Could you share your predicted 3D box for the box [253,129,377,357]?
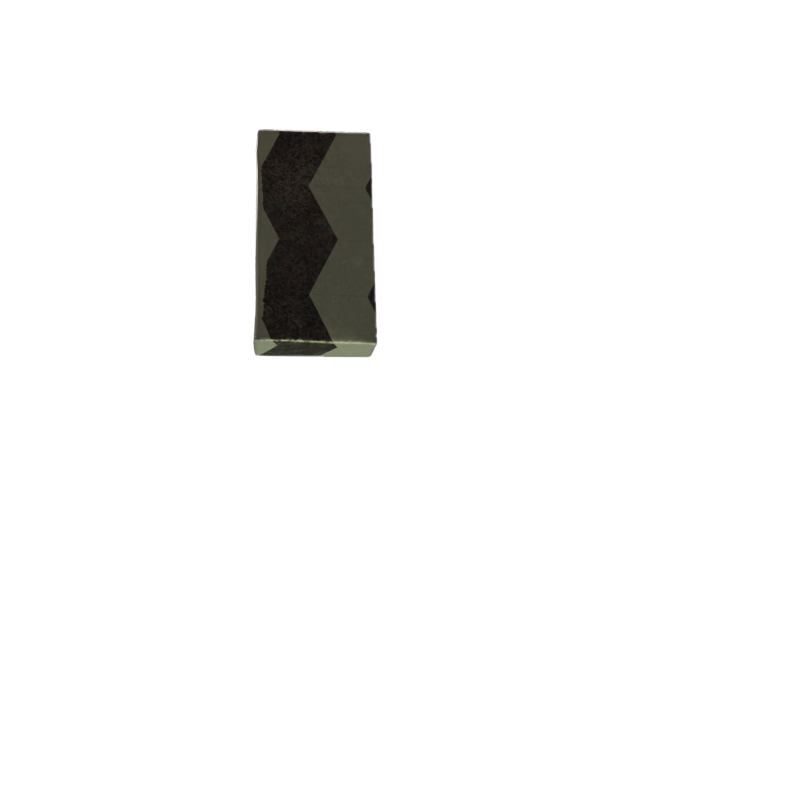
[{"bbox_3d":[-0.068,-0.124,0.868,0.093,0.185,0.046,1,-21,-6],"label":"box"}]
